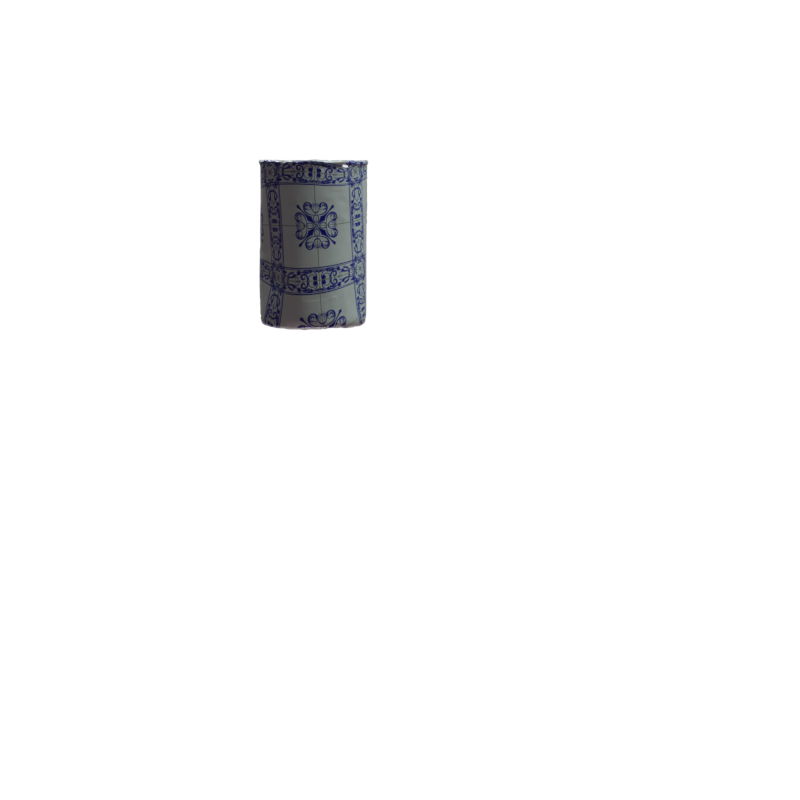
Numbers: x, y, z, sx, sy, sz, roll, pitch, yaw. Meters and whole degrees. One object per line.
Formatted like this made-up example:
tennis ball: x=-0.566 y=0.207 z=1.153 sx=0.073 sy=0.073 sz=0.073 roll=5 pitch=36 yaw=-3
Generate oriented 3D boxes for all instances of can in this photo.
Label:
can: x=-0.054 y=-0.098 z=0.690 sx=0.068 sy=0.101 sz=0.070 roll=0 pitch=6 yaw=-2
